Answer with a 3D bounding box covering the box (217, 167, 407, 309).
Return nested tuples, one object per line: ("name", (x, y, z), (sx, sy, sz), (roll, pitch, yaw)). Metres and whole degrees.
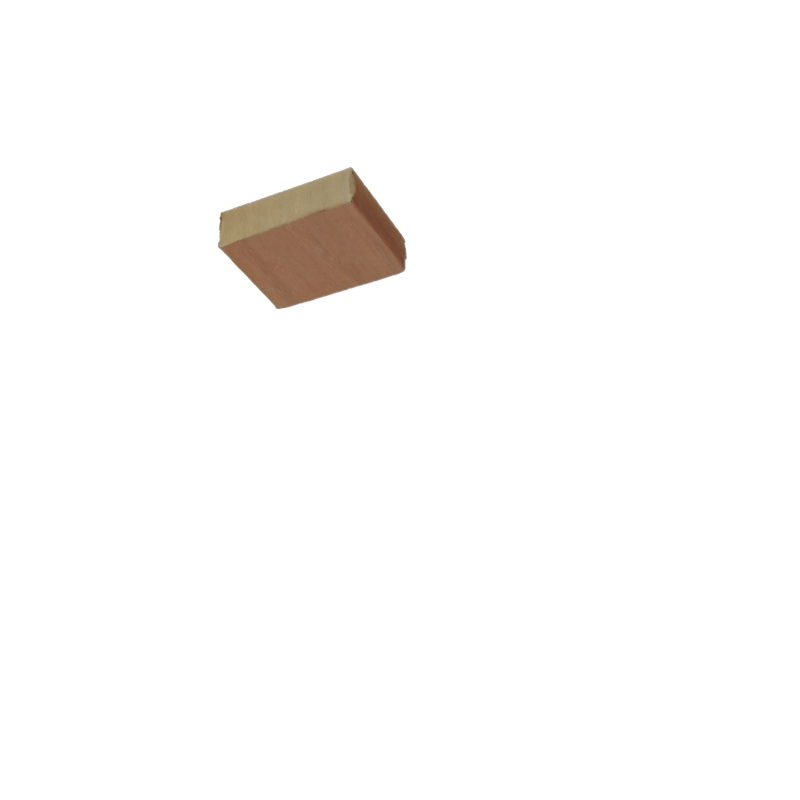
("box", (-0.064, -0.117, 0.818), (0.114, 0.042, 0.083), (-17, -39, 21))
